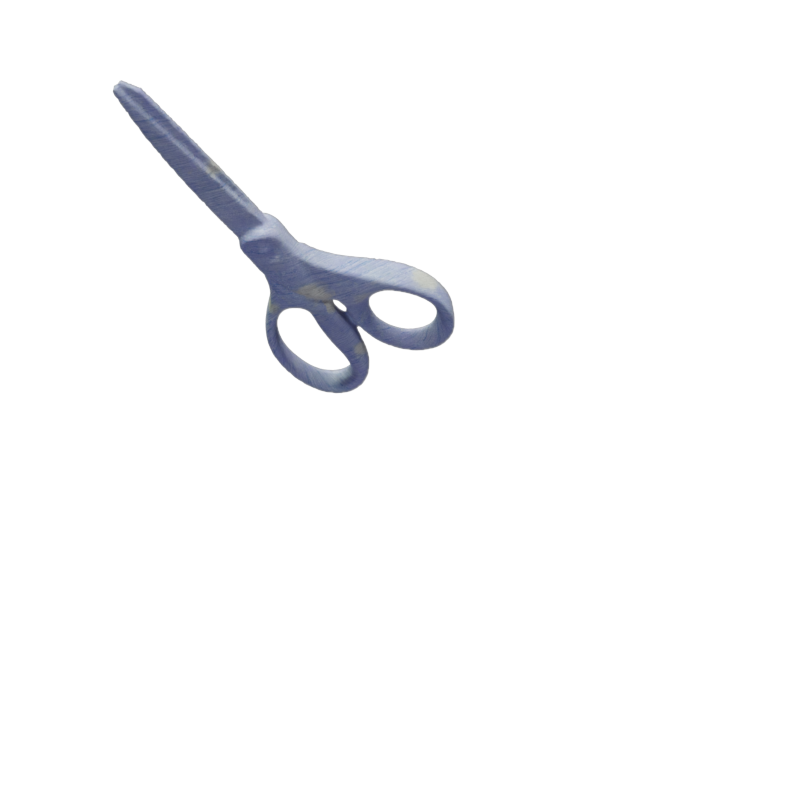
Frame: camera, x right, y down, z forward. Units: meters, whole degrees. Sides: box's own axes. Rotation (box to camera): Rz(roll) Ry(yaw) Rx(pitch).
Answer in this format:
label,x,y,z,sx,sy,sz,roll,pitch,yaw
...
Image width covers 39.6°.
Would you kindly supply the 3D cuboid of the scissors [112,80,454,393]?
label,x,y,z,sx,sy,sz,roll,pitch,yaw
scissors,-0.036,-0.067,0.466,0.097,0.017,0.186,-9,-39,11
